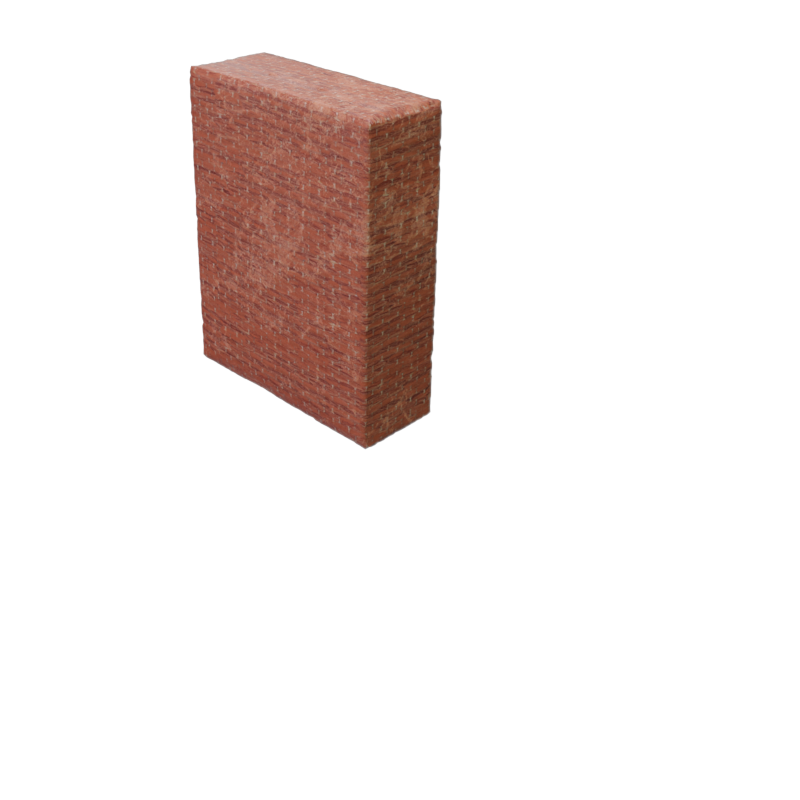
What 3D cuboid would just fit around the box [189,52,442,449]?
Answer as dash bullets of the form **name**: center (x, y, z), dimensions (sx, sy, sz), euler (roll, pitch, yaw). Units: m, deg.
- **box**: center (-0.056, -0.102, 0.711), dimensions (0.071, 0.202, 0.175), euler (-21, 35, -40)
